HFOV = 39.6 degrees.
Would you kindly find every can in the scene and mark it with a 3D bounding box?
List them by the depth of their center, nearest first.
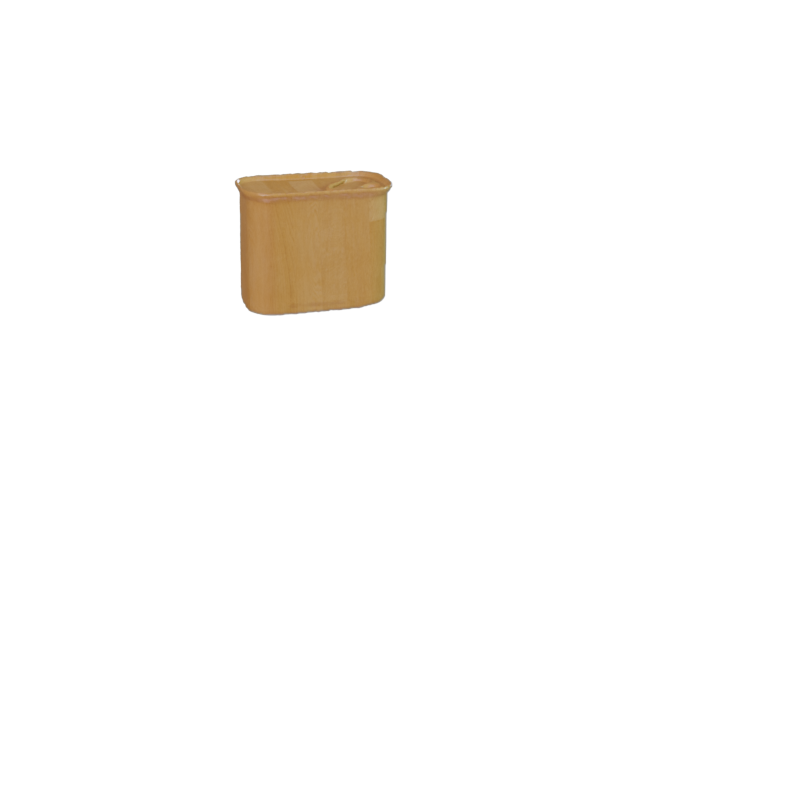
[{"bbox_3d":[-0.058,-0.106,0.745,0.100,0.081,0.061,-5,19,-15],"label":"can"}]
